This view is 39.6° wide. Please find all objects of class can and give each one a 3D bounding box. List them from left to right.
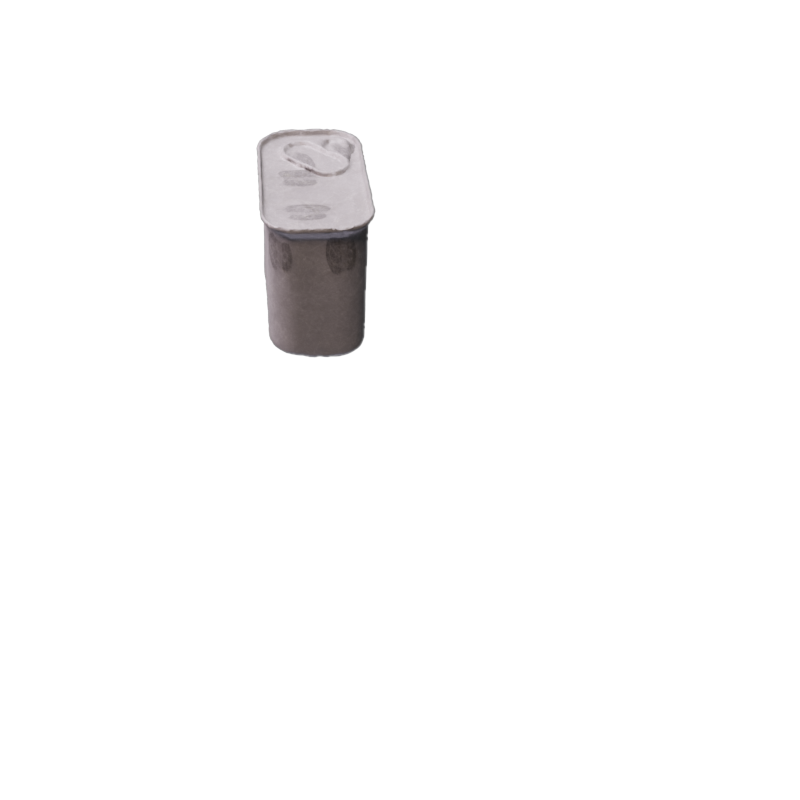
[{"bbox_3d":[-0.047,-0.085,0.597,0.057,0.078,0.110,-3,39,-6],"label":"can"}]
